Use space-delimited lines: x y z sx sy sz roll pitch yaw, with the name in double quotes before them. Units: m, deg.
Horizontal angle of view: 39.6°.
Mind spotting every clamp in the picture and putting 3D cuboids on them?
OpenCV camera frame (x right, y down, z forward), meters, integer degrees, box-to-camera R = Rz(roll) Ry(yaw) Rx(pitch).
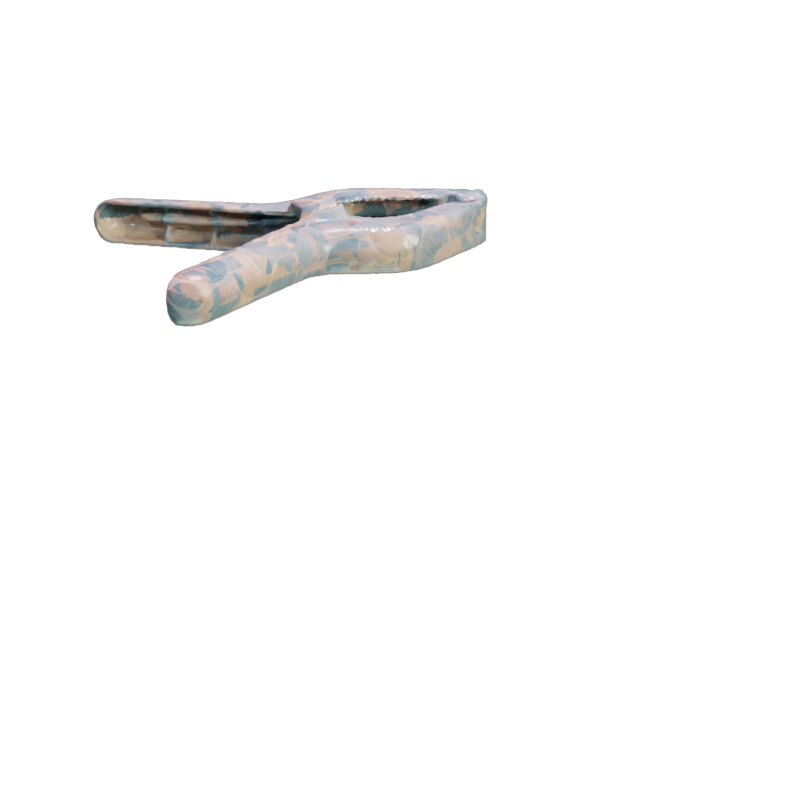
"clamp" -0.045 -0.081 0.569 0.206 0.035 0.175 -7 25 -16
